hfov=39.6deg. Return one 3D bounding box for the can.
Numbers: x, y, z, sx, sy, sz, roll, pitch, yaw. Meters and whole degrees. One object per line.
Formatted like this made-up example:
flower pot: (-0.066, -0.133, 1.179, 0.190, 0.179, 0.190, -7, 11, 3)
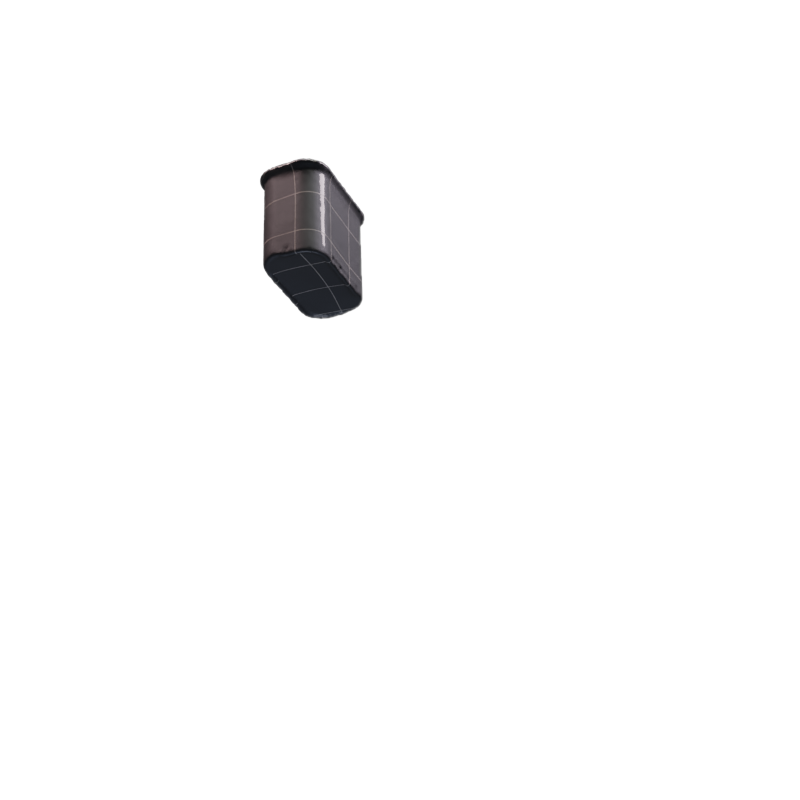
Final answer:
can: (-0.067, -0.123, 0.861, 0.058, 0.089, 0.094, -14, -33, 19)
